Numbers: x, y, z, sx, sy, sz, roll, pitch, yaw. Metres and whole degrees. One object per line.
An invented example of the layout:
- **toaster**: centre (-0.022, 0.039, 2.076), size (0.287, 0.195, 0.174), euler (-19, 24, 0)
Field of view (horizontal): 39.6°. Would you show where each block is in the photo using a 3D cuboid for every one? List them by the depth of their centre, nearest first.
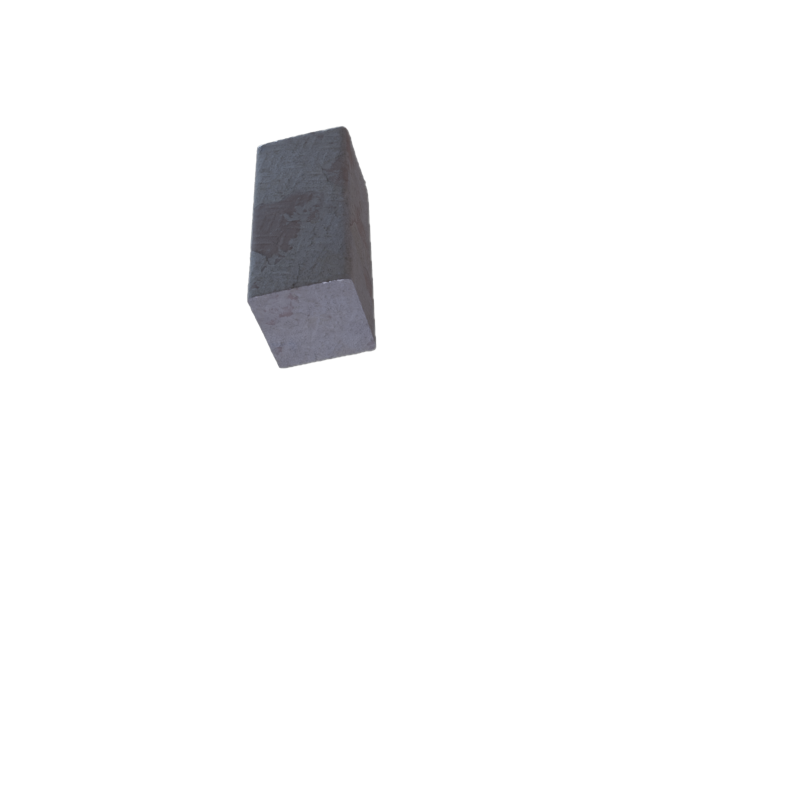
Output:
- **block**: centre (-0.077, -0.142, 0.991), size (0.091, 0.221, 0.084), euler (-12, -45, 8)
